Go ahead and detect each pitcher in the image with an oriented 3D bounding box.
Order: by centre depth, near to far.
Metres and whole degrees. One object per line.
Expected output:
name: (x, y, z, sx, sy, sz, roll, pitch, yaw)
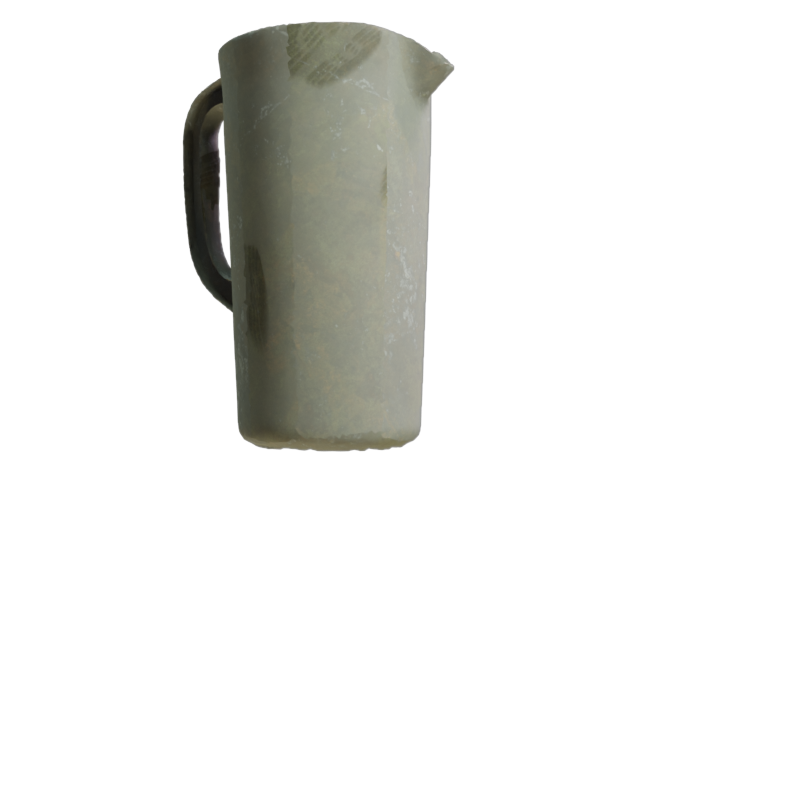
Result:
pitcher: (-0.053, -0.096, 0.672, 0.142, 0.246, 0.150, 1, -4, -16)
